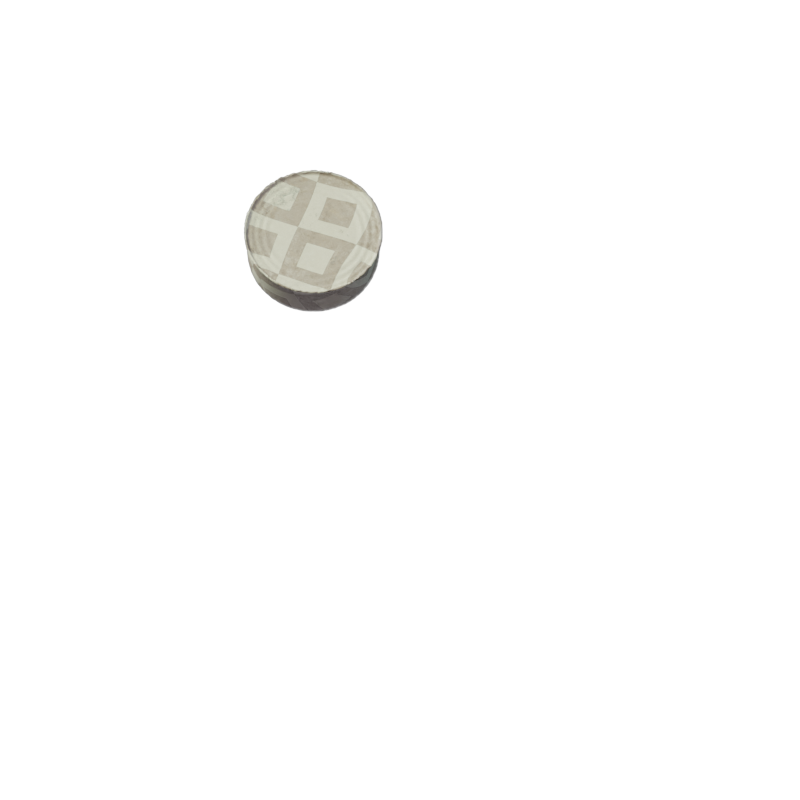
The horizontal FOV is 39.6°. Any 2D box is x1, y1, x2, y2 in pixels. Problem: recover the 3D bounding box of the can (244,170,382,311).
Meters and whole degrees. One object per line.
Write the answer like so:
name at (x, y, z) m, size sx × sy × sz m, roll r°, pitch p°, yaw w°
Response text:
can at (-0.055, -0.100, 0.697) m, size 0.086 × 0.091 × 0.032 m, roll -1°, pitch -25°, yaw -1°
